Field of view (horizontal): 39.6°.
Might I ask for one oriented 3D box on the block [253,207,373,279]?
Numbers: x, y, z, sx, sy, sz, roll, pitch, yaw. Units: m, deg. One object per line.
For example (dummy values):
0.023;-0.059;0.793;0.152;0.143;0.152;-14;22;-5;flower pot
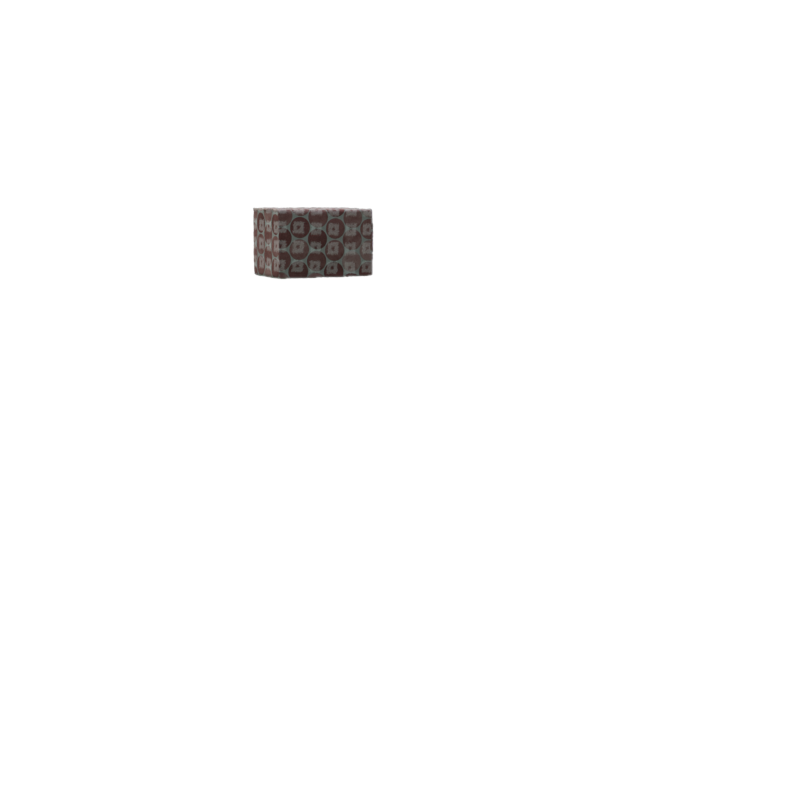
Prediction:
-0.065;-0.118;0.827;0.076;0.051;0.055;-4;7;-26;block
